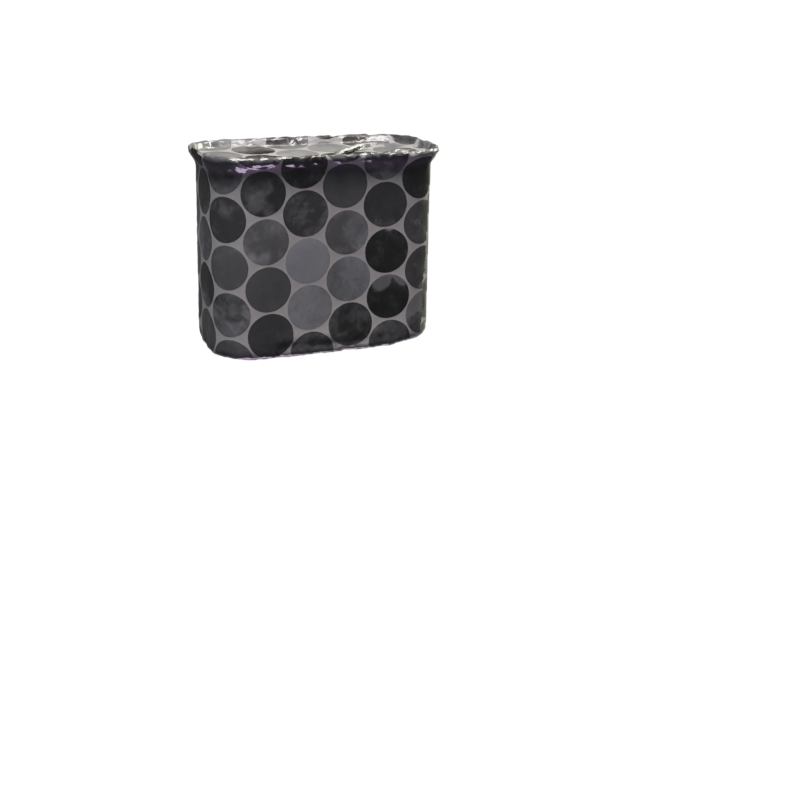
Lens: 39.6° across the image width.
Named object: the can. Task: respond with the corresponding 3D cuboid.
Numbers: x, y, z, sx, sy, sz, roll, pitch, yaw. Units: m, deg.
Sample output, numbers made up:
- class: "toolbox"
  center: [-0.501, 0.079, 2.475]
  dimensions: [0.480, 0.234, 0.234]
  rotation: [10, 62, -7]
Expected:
- class: "can"
  center: [-0.037, -0.067, 0.471]
  dimensions: [0.100, 0.081, 0.061]
  rotation: [-6, 17, -19]
